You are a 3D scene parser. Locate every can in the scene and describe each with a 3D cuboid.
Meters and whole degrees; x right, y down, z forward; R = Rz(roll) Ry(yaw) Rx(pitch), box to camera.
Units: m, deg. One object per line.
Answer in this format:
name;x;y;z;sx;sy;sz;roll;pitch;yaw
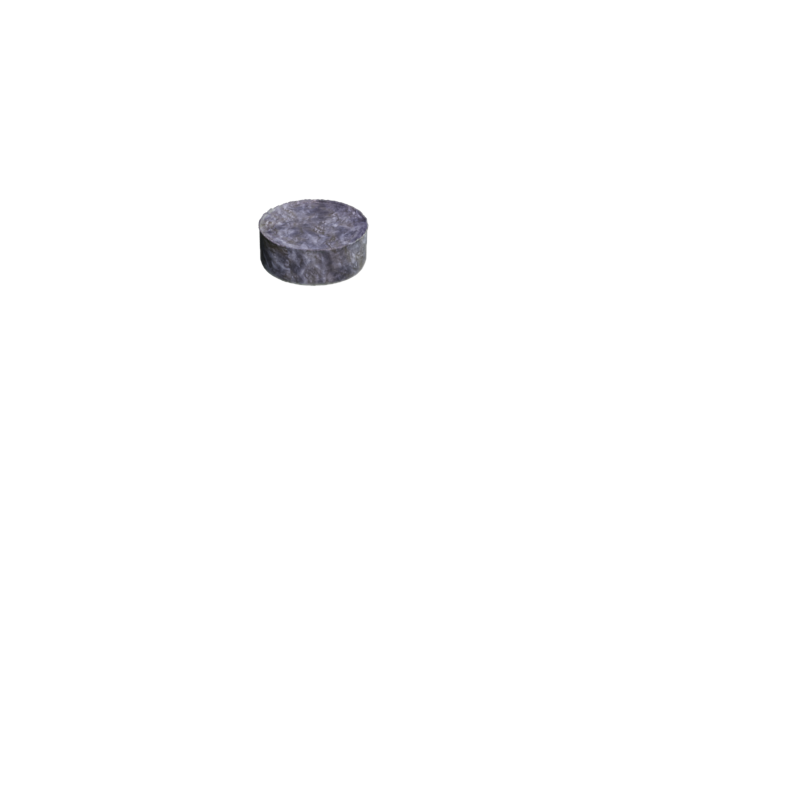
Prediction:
can;-0.068;-0.124;0.870;0.086;0.031;0.092;-1;34;-2
